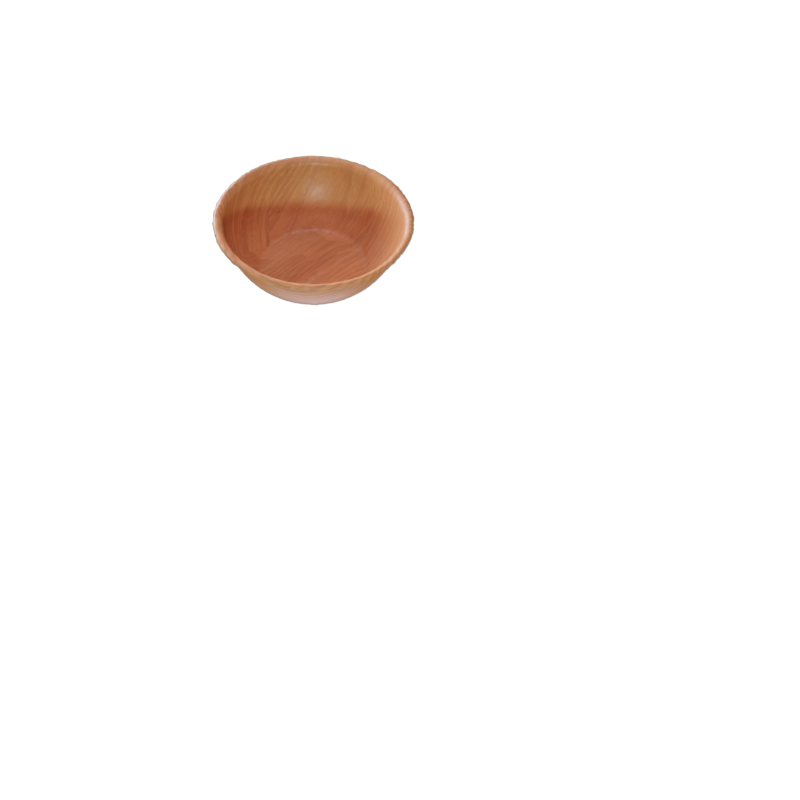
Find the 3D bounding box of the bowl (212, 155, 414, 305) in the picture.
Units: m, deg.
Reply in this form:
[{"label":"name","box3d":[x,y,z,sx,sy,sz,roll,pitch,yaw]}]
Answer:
[{"label":"bowl","box3d":[-0.071,-0.129,0.903,0.162,0.174,0.051,-1,-44,-1]}]
